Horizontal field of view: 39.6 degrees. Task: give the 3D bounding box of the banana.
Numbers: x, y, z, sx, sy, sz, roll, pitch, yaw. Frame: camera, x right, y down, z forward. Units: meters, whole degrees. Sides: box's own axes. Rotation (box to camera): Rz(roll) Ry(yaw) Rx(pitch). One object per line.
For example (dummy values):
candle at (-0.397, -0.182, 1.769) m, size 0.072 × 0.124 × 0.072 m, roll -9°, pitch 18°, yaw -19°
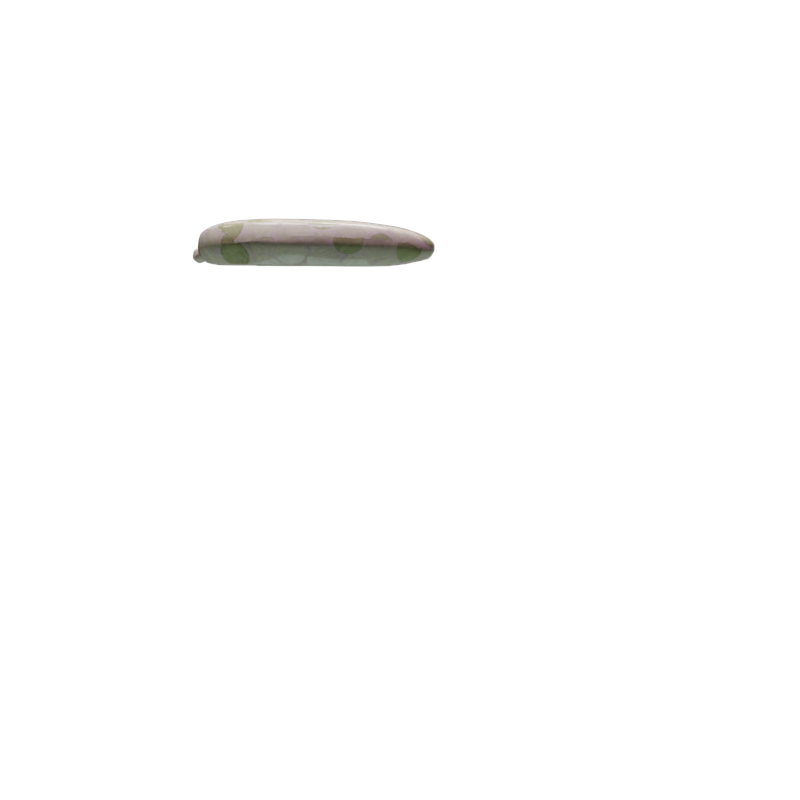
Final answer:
banana at (-0.075, -0.122, 0.859) m, size 0.201 × 0.036 × 0.069 m, roll 2°, pitch 8°, yaw 11°
